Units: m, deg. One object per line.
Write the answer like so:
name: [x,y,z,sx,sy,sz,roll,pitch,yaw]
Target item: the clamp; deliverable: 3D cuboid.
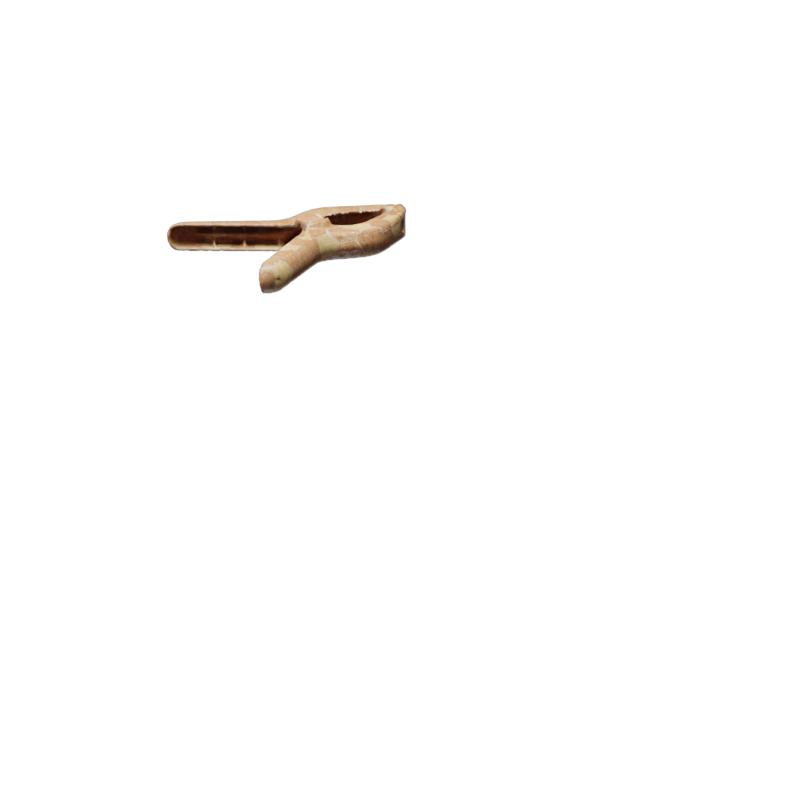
clamp: [-0.074,-0.136,0.950,0.206,0.035,0.176,-13,27,-27]
